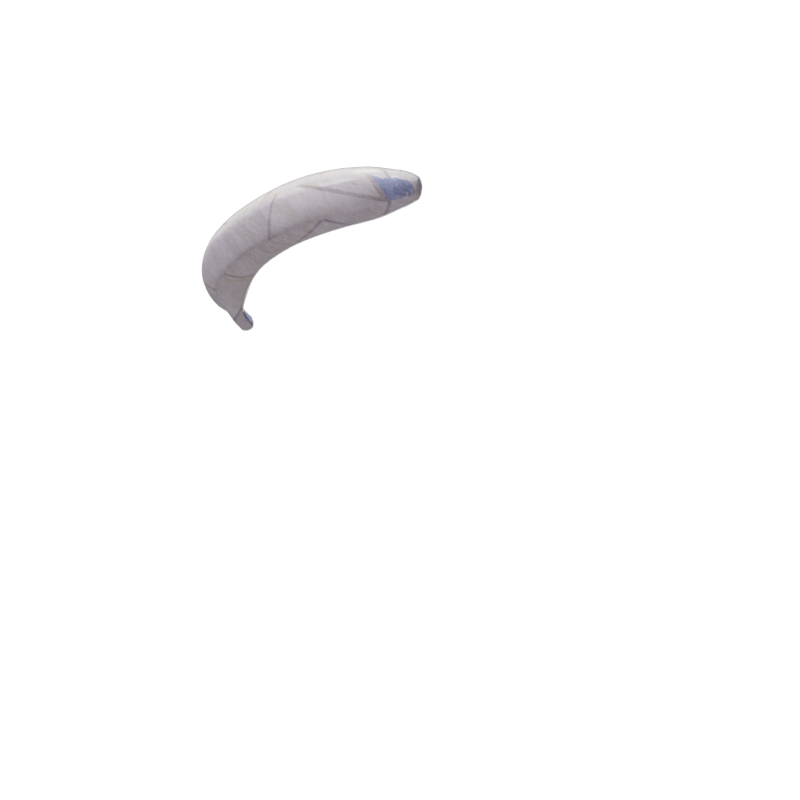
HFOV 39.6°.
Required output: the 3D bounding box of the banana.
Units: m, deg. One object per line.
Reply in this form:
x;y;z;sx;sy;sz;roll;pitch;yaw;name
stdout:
-0.072;-0.104;0.701;0.066;0.039;0.196;20;-33;-34;banana
